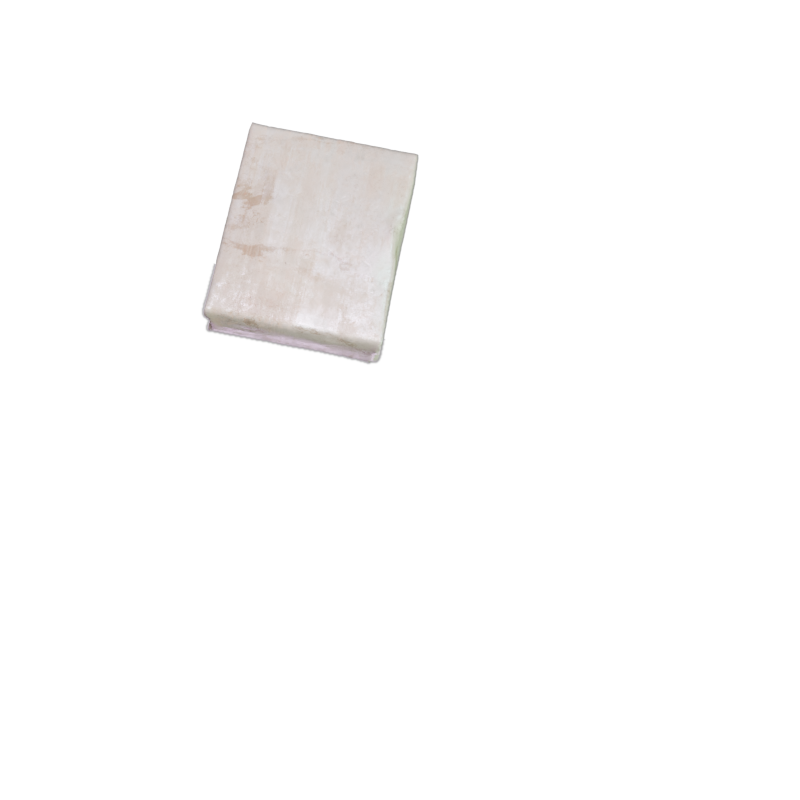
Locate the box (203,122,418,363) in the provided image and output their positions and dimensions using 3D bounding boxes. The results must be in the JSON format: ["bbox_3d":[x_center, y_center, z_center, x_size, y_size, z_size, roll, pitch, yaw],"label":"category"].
[{"bbox_3d":[-0.036,-0.066,0.460,0.074,0.093,0.029,10,-22,4],"label":"box"}]
